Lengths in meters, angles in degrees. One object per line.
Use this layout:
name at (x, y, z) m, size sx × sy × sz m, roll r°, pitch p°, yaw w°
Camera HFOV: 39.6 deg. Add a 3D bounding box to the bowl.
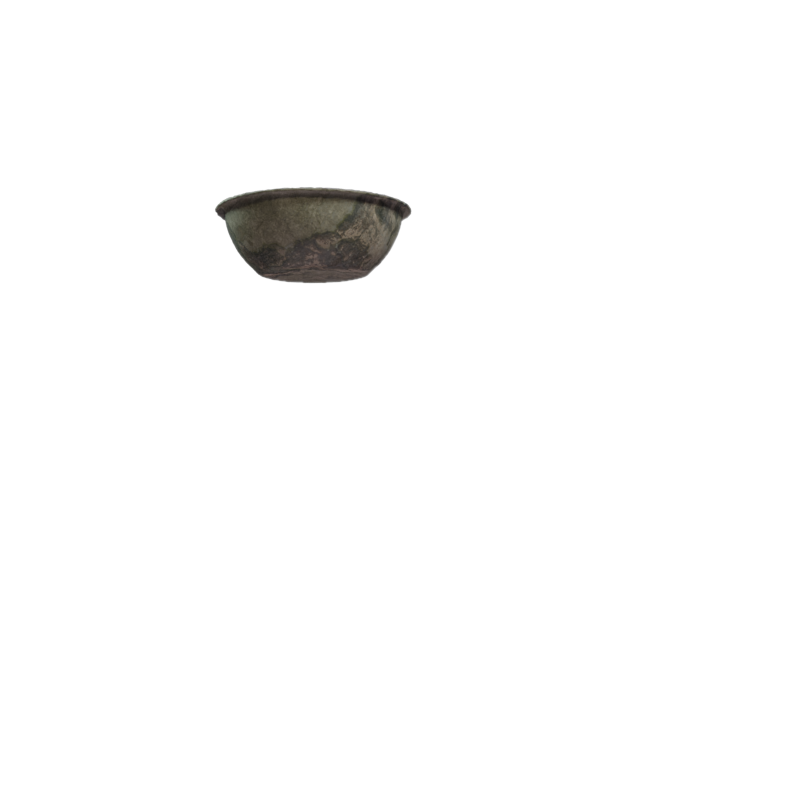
bowl at (-0.071, -0.130, 0.910) m, size 0.162 × 0.056 × 0.159 m, roll 0°, pitch -4°, yaw -2°
